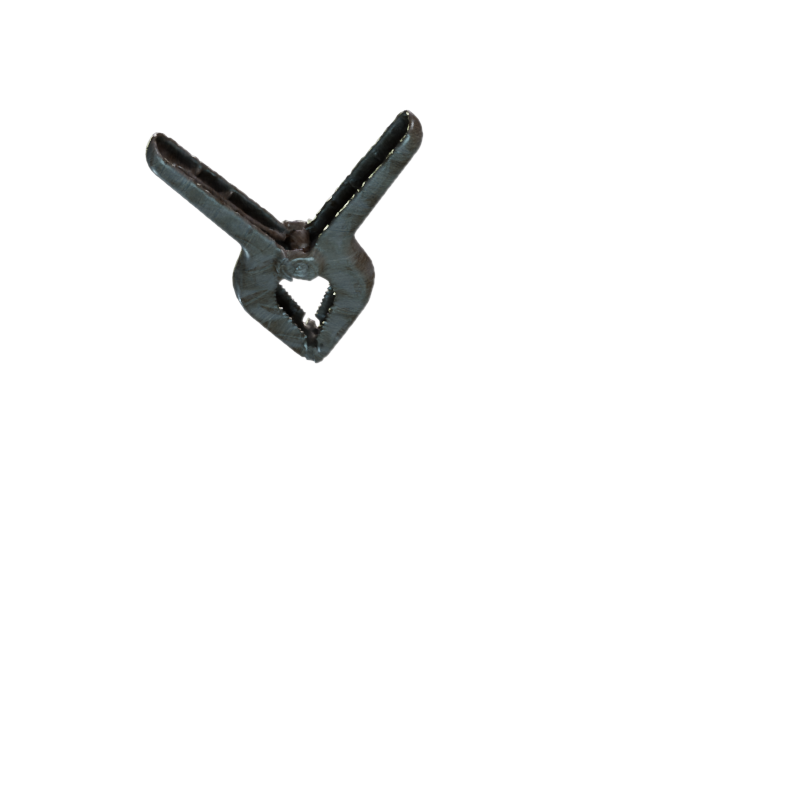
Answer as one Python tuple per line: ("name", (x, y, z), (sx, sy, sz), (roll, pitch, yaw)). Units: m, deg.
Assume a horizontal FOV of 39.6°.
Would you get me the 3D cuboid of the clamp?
("clamp", (-0.056, -0.102, 0.716), (0.166, 0.039, 0.194), (-7, -42, 8))
